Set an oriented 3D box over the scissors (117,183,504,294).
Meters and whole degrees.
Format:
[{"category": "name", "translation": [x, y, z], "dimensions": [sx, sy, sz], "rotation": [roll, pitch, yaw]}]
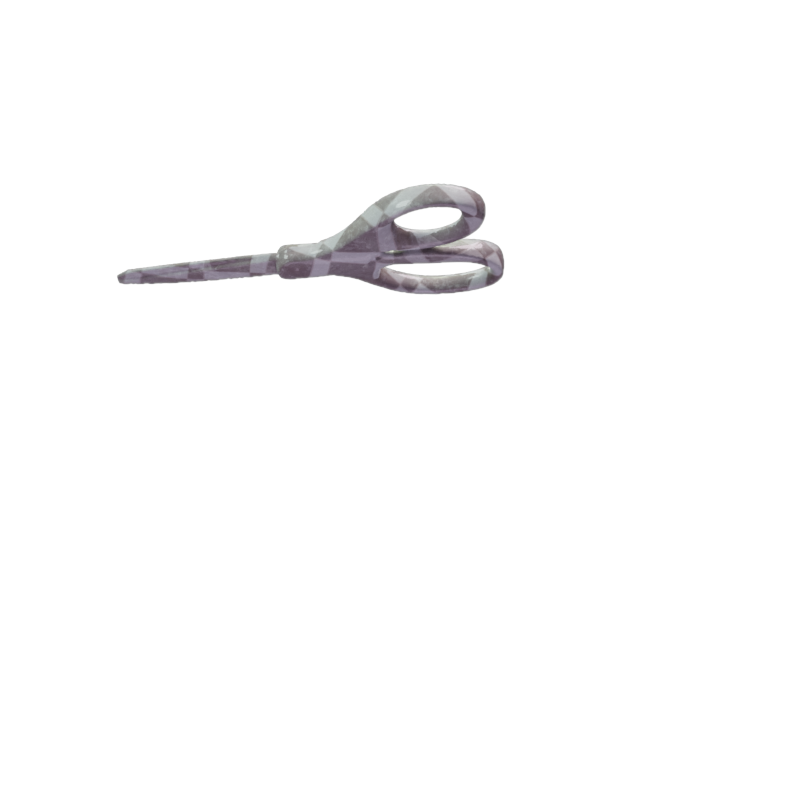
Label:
[{"category": "scissors", "translation": [-0.044, -0.080, 0.560], "dimensions": [0.200, 0.017, 0.091], "rotation": [3, -28, -5]}]
